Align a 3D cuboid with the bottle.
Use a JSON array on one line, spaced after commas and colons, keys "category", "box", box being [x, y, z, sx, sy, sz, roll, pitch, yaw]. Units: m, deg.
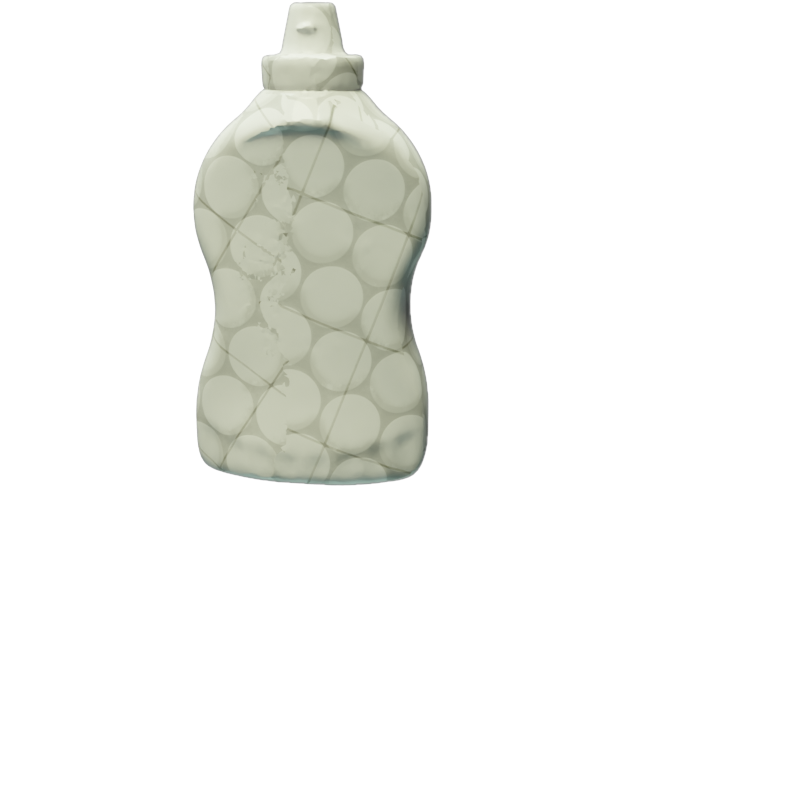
[{"category": "bottle", "box": [-0.036, -0.065, 0.454, 0.097, 0.187, 0.059, 3, 11, 9]}]
